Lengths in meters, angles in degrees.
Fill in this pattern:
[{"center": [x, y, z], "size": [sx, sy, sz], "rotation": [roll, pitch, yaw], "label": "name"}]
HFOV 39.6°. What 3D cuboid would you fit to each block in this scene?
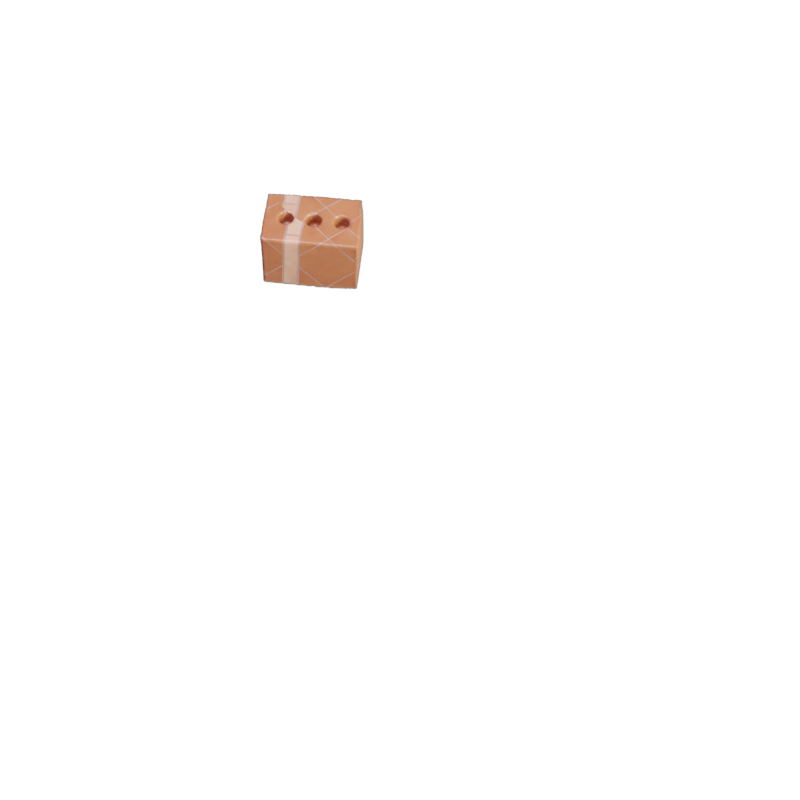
[{"center": [-0.069, -0.126, 0.880], "size": [0.078, 0.056, 0.048], "rotation": [4, -40, 2], "label": "block"}]
